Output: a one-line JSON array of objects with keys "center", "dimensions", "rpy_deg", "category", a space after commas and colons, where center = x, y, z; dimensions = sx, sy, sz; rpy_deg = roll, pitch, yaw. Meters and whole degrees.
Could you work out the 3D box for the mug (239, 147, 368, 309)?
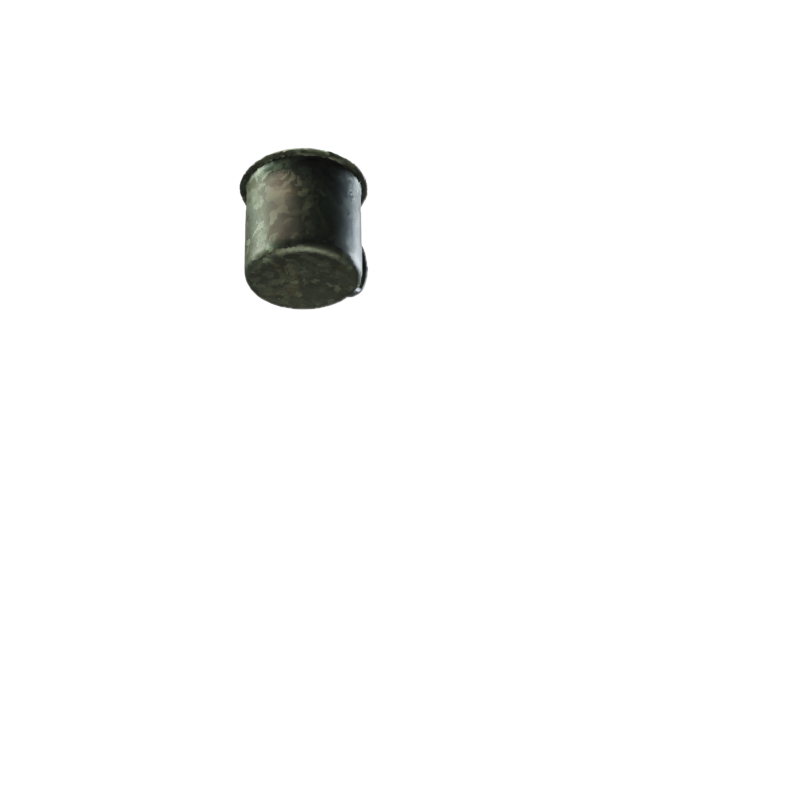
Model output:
[{"center": [-0.062, -0.113, 0.791], "dimensions": [0.094, 0.087, 0.109], "rpy_deg": [-20, -36, 28], "category": "mug"}]
